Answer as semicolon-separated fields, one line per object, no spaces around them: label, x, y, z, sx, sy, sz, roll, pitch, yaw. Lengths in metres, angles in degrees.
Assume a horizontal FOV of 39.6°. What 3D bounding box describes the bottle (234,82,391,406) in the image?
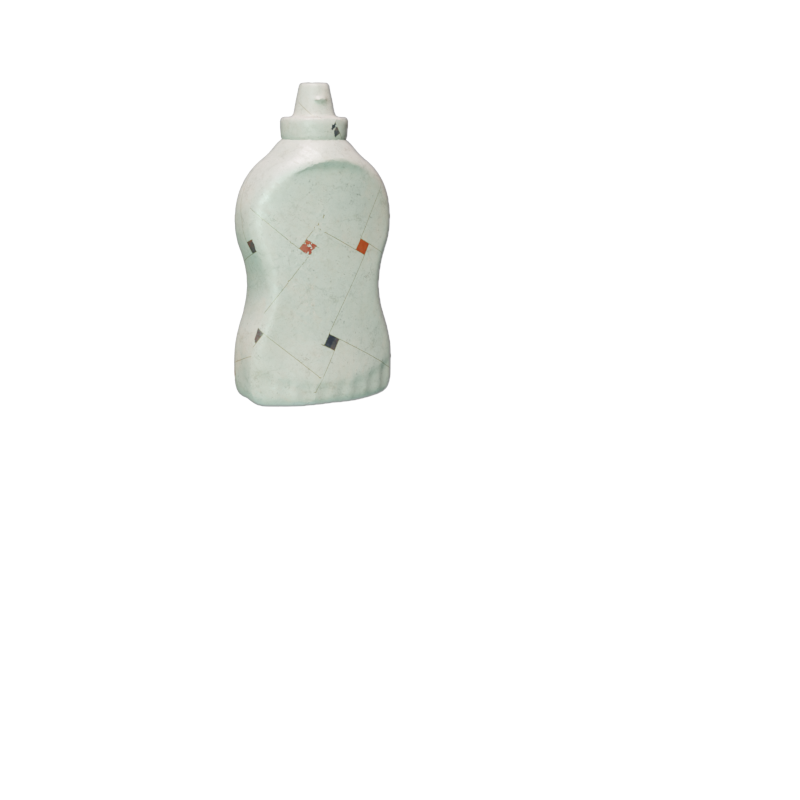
bottle;-0.053;-0.096;0.675;0.093;0.188;0.061;-3;8;-24
